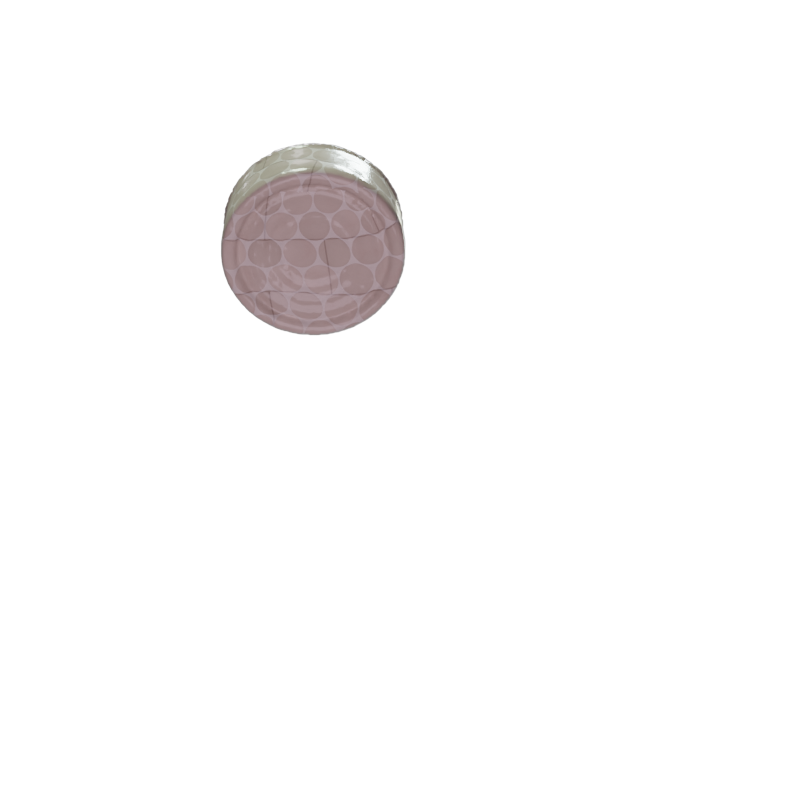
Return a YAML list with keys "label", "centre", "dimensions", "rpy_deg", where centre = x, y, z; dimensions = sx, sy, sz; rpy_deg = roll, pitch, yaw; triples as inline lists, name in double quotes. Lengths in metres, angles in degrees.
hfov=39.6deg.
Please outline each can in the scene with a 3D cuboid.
- label: "can"
  centre: [-0.040, -0.074, 0.515]
  dimensions: [0.086, 0.081, 0.036]
  rpy_deg: [1, 28, -1]
